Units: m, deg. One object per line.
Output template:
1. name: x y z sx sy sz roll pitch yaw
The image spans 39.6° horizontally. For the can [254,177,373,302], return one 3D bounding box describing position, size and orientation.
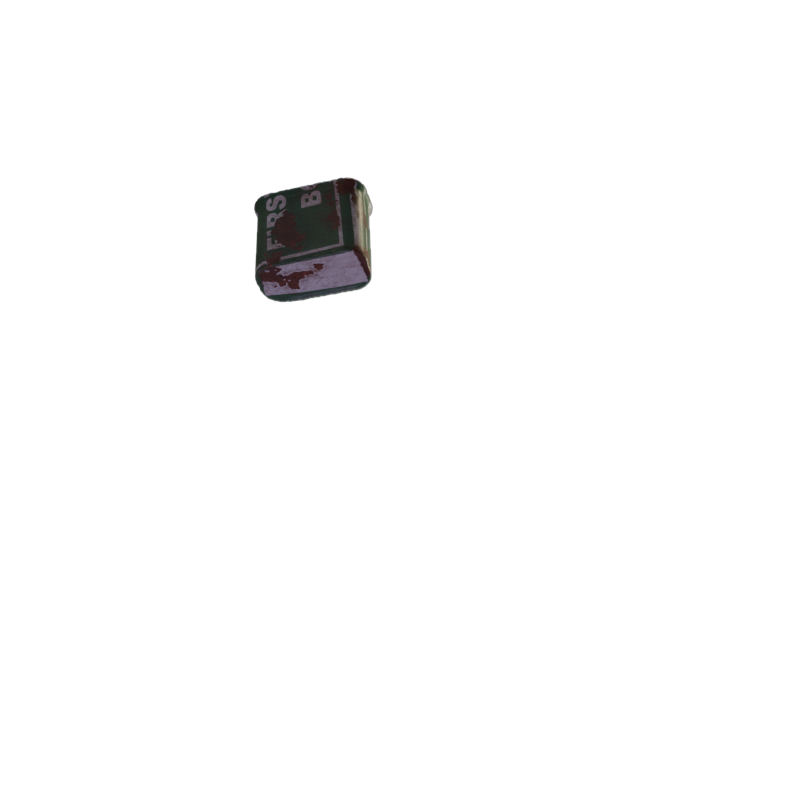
1. can: -0.074 -0.136 0.949 0.103 0.090 0.053 -11 -40 11
